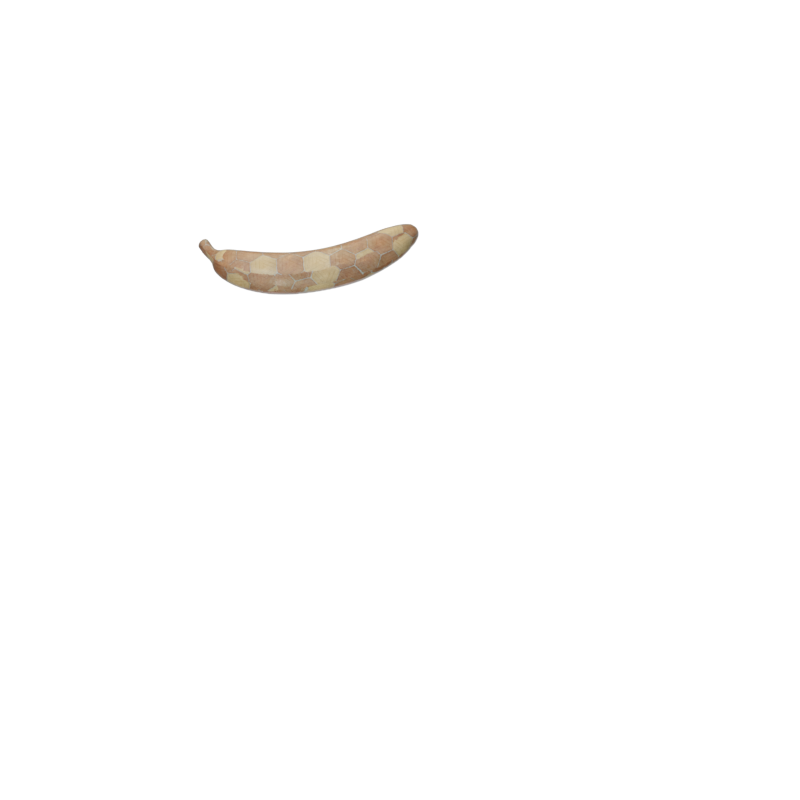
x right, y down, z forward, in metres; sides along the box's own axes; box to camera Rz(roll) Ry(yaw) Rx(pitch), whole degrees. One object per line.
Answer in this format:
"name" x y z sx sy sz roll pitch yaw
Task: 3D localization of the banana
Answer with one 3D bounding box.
"banana" -0.079 -0.124 0.975 0.197 0.075 0.034 -3 -34 -2
